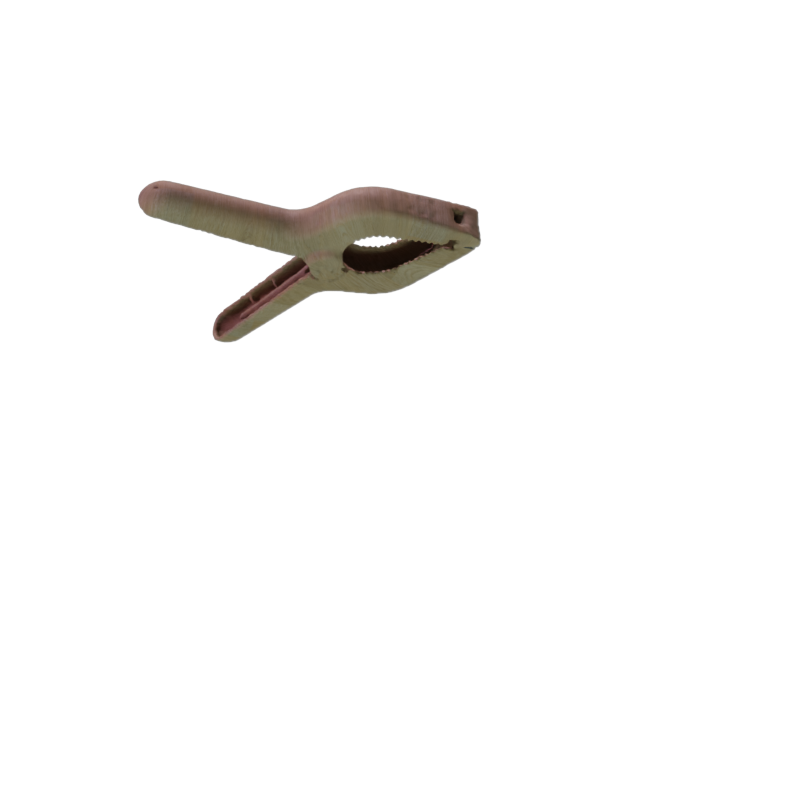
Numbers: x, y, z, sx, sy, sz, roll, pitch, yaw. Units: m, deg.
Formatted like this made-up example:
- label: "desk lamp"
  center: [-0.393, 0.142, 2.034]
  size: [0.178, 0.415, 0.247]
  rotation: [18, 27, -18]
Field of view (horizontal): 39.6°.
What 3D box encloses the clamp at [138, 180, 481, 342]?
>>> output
- label: "clamp"
  center: [-0.056, -0.103, 0.719]
  size: [0.212, 0.039, 0.152]
  rotation: [-10, -33, 16]
